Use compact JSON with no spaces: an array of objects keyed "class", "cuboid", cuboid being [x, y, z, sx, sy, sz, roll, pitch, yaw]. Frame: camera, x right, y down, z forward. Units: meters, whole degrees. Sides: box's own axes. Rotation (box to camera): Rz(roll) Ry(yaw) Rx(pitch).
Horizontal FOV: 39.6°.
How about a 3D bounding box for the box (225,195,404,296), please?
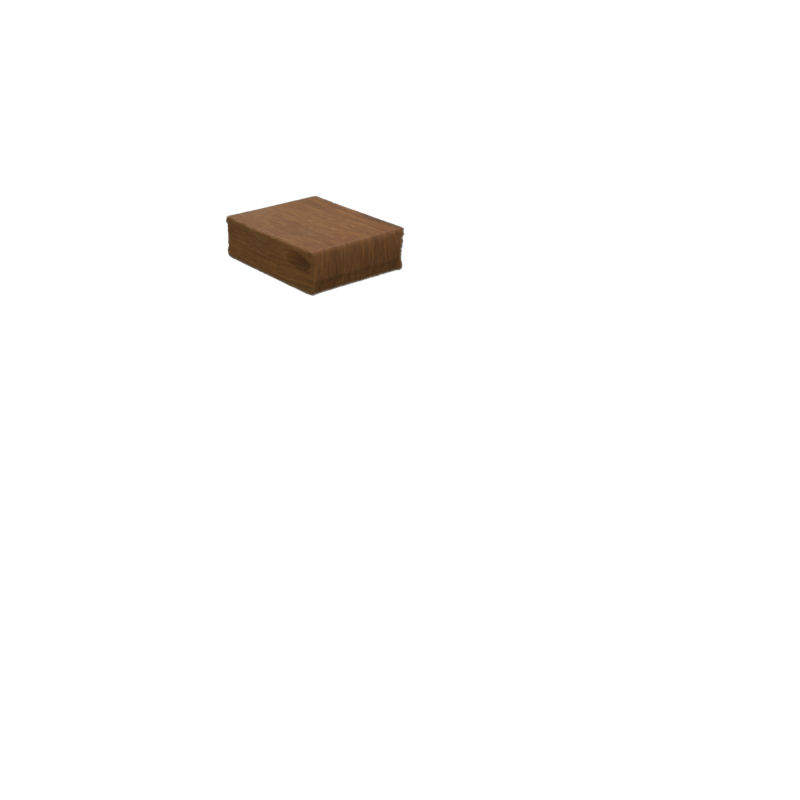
[{"class":"box","cuboid":[-0.067,-0.122,0.852,0.089,0.037,0.121,-20,34,-35]}]
